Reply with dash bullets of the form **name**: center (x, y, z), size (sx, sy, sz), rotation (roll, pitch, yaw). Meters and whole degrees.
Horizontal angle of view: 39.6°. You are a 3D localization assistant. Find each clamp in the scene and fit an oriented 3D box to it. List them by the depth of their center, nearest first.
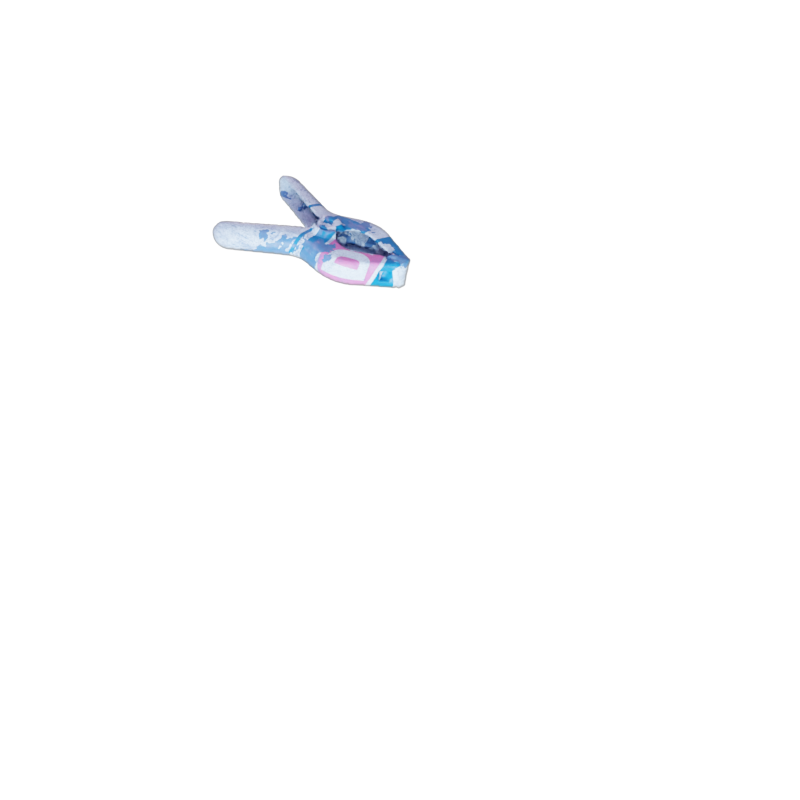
- **clamp**: center (-0.076, -0.139, 0.976), size (0.182, 0.037, 0.121), rotation (29, 50, 28)
